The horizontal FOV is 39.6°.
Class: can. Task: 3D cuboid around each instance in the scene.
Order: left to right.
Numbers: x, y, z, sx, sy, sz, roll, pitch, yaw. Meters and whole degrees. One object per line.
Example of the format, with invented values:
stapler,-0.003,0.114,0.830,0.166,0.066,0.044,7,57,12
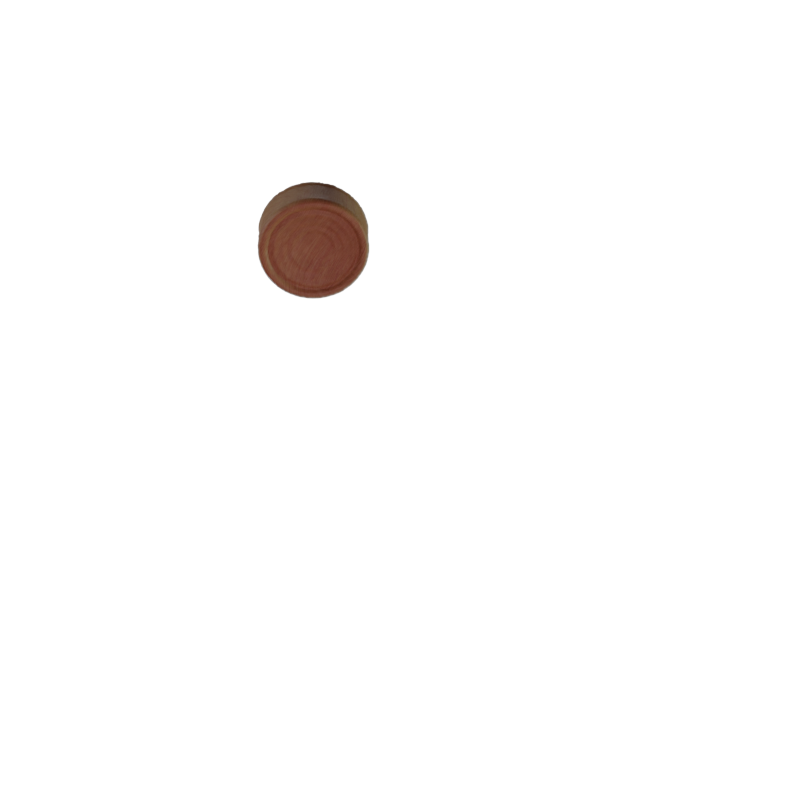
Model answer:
can,-0.066,-0.121,0.848,0.086,0.081,0.036,1,29,-1
